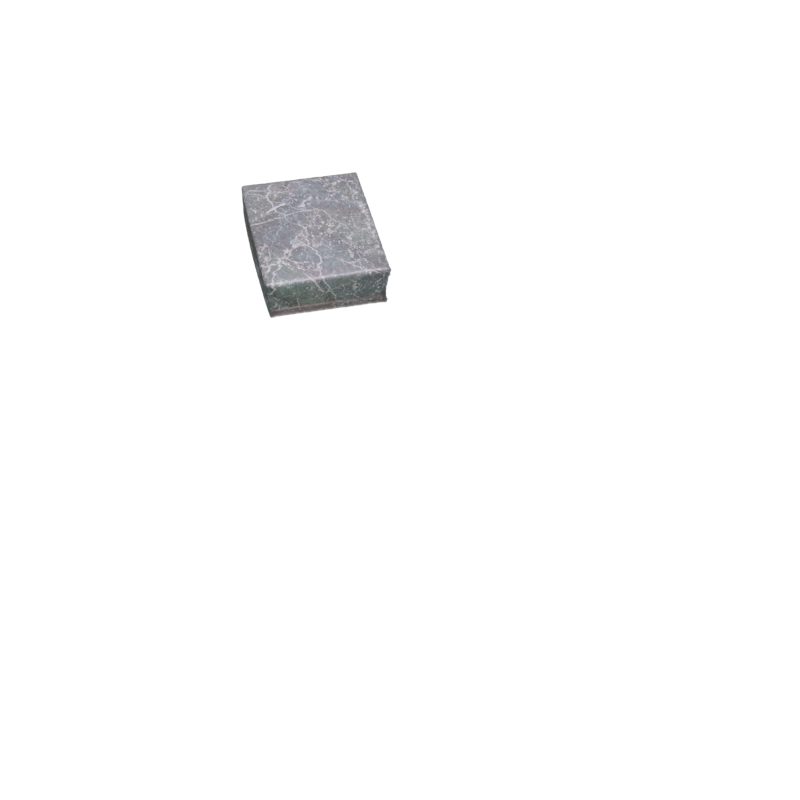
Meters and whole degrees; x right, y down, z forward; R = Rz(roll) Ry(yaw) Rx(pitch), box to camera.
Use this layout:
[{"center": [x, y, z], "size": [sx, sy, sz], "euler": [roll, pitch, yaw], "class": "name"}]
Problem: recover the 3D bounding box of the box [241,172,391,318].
[{"center": [-0.064, -0.116, 0.813], "size": [0.089, 0.123, 0.036], "euler": [-10, -40, -9], "class": "box"}]
